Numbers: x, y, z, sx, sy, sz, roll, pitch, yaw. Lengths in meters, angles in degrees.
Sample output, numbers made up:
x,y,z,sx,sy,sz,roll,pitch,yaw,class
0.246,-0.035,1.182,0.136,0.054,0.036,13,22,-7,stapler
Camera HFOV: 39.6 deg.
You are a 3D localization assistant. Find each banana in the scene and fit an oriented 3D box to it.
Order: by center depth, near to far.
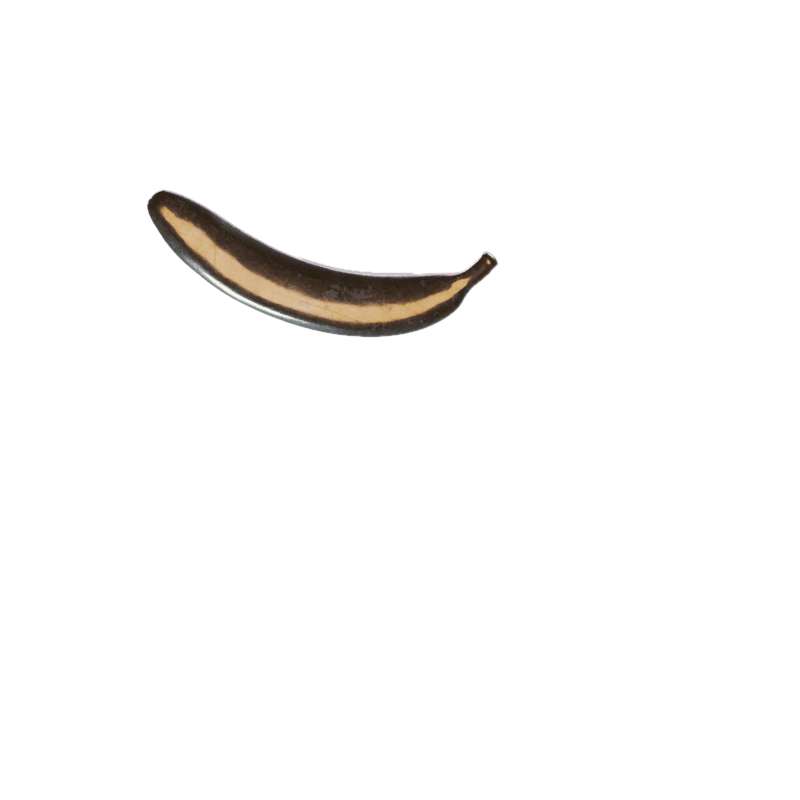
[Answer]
x,y,z,sx,sy,sz,roll,pitch,yaw,class
-0.049,-0.073,0.634,0.196,0.067,0.038,10,21,-4,banana
